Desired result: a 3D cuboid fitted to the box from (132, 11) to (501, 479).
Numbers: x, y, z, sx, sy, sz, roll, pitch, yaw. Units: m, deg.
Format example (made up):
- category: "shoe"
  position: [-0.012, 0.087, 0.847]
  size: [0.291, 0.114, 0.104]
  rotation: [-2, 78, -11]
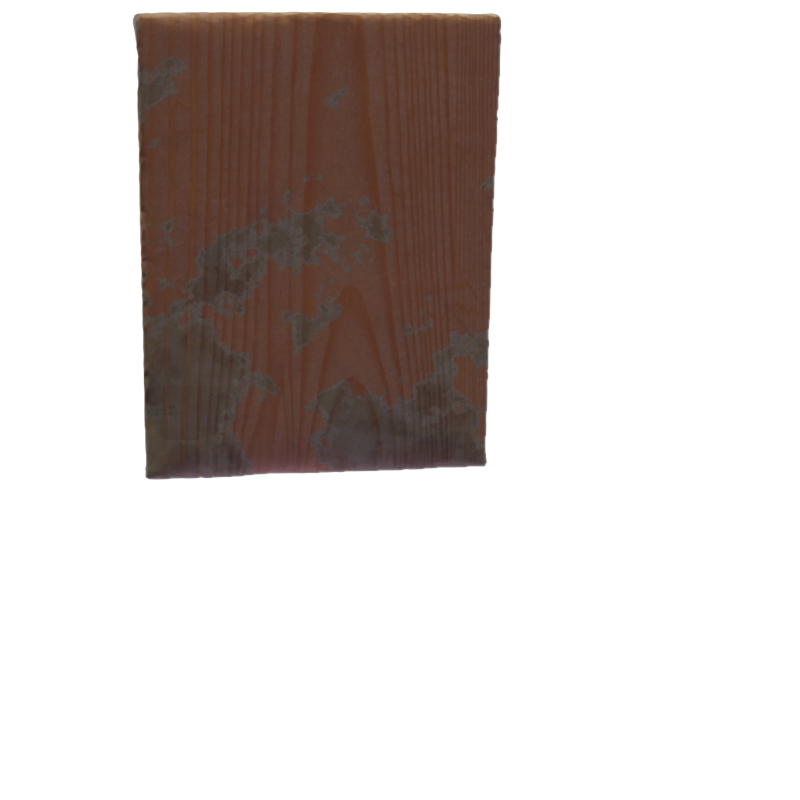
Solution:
- category: "box"
  position: [-0.042, -0.076, 0.532]
  size: [0.162, 0.209, 0.074]
  rotation: [-1, 10, -8]
